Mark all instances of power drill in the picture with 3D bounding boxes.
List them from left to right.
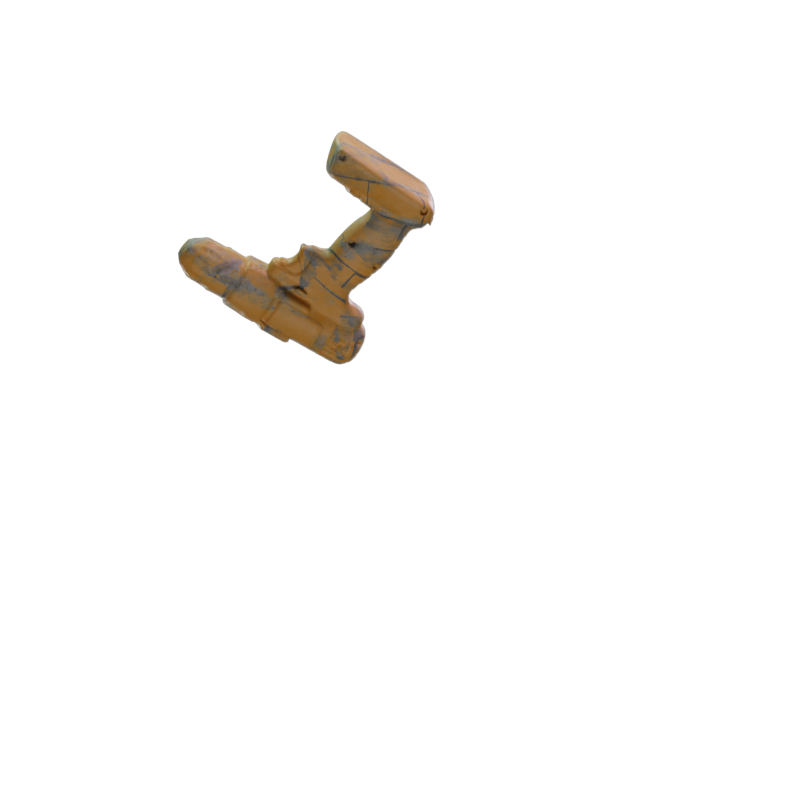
[{"bbox_3d":[-0.075,-0.137,0.958,0.178,0.183,0.061,30,26,-17],"label":"power drill"}]
